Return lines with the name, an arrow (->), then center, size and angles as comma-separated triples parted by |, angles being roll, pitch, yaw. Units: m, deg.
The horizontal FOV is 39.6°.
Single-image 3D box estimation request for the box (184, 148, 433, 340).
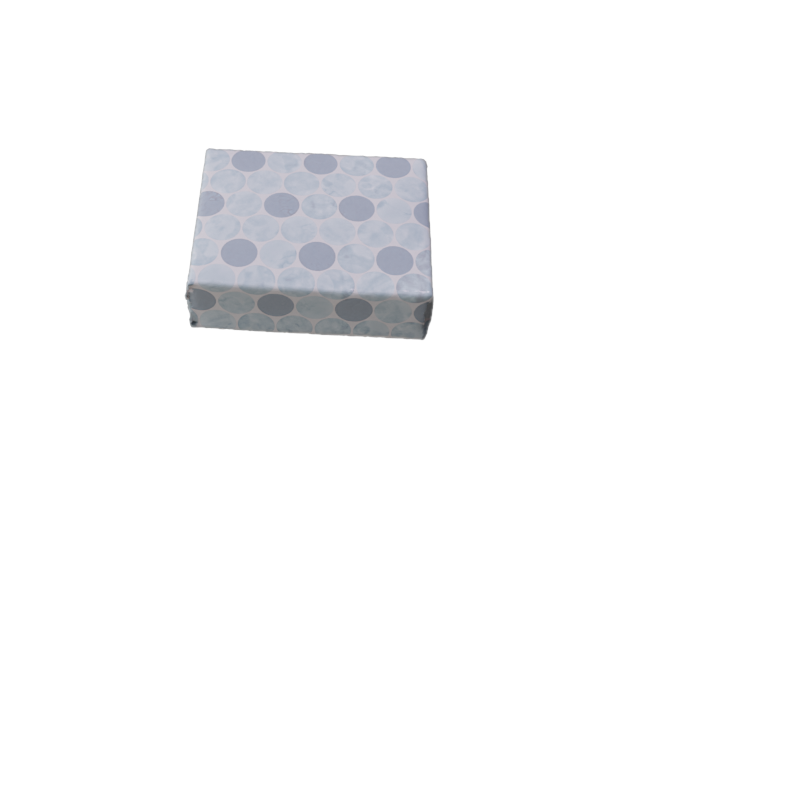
box -> -0.042, -0.076, 0.531 | 0.113, 0.096, 0.036 | 1, -40, 0
